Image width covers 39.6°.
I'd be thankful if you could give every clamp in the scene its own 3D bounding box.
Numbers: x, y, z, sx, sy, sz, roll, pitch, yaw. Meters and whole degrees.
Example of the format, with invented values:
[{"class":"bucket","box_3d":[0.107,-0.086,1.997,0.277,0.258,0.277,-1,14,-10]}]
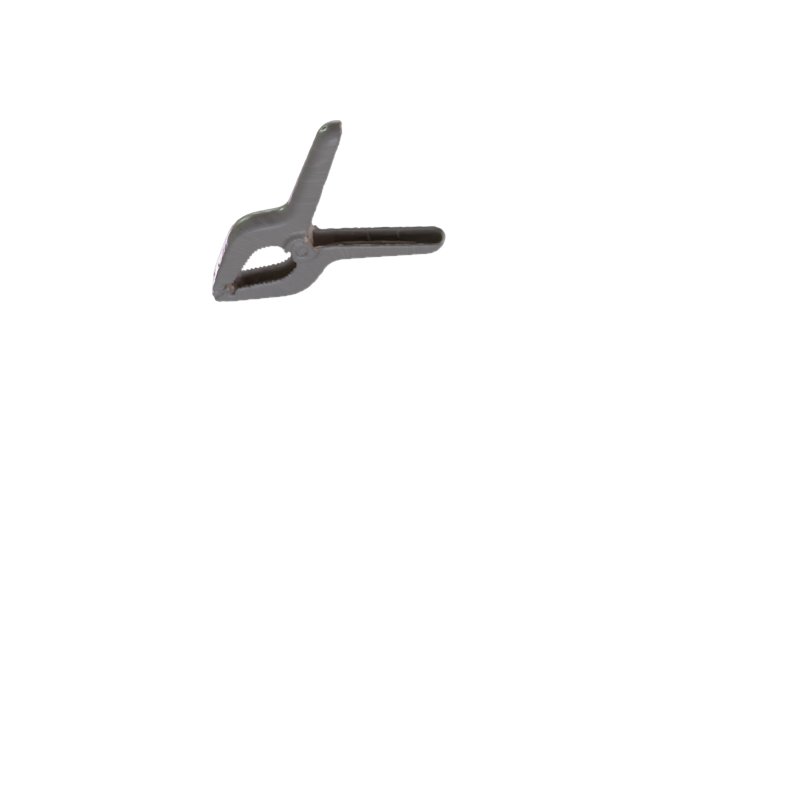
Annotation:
[{"class":"clamp","box_3d":[-0.077,-0.140,0.978,0.208,0.039,0.154,-33,-54,28]}]
